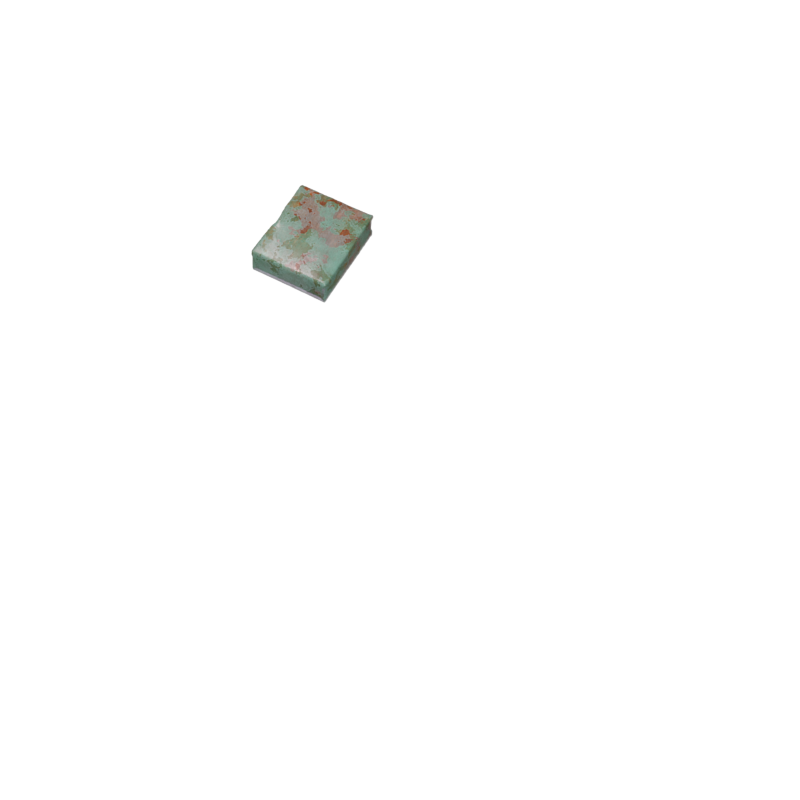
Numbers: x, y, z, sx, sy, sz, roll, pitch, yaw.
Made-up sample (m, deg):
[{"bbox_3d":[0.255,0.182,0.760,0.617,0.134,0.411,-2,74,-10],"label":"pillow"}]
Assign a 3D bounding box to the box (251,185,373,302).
[{"bbox_3d":[-0.075,-0.137,0.959,0.076,0.092,0.028,24,-31,15],"label":"box"}]
